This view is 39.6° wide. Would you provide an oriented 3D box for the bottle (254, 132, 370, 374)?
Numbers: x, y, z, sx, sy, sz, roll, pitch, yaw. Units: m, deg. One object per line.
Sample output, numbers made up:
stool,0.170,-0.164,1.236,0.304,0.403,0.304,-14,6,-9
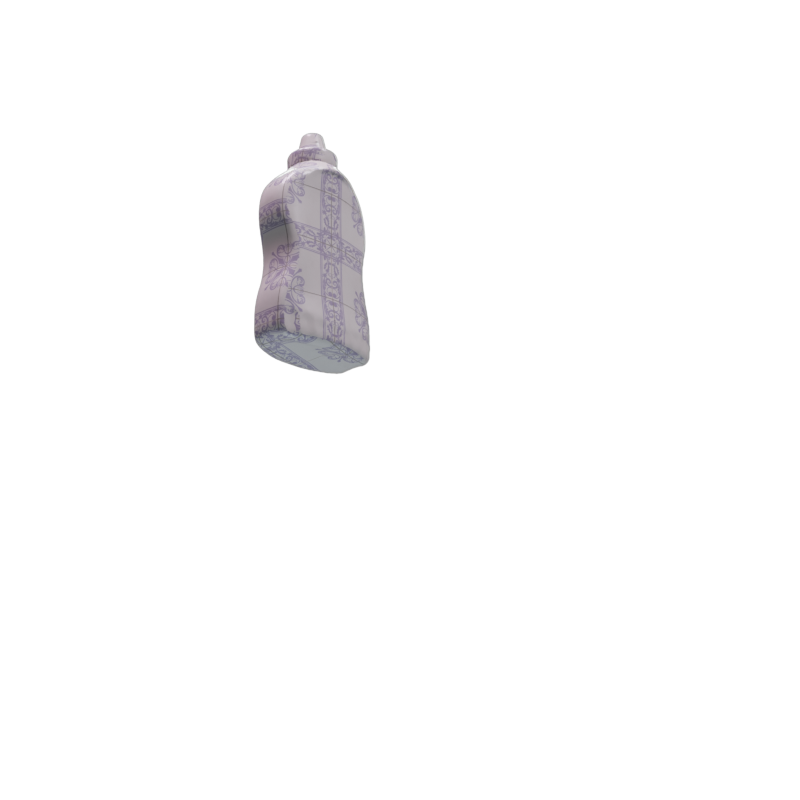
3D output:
bottle,-0.068,-0.123,0.862,0.090,0.203,0.059,21,-33,-40
